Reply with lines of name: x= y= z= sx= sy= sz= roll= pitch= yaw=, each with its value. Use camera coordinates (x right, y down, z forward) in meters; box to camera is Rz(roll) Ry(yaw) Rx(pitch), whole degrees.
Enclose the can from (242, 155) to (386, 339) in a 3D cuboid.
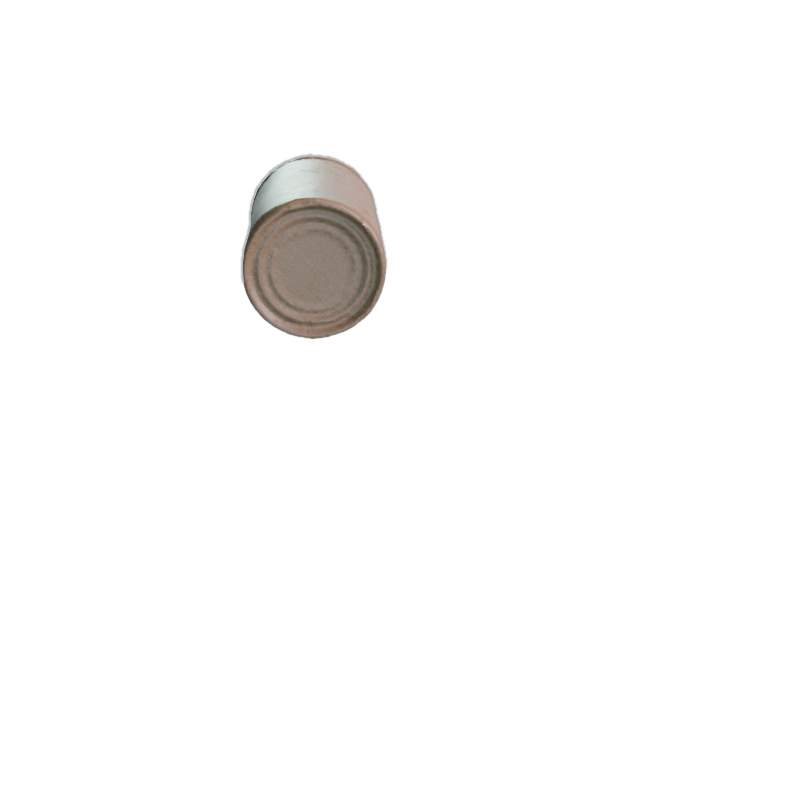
can: x=-0.043 y=-0.078 z=0.548 sx=0.068 sy=0.066 sz=0.107 roll=0 pitch=20 yaw=-3
